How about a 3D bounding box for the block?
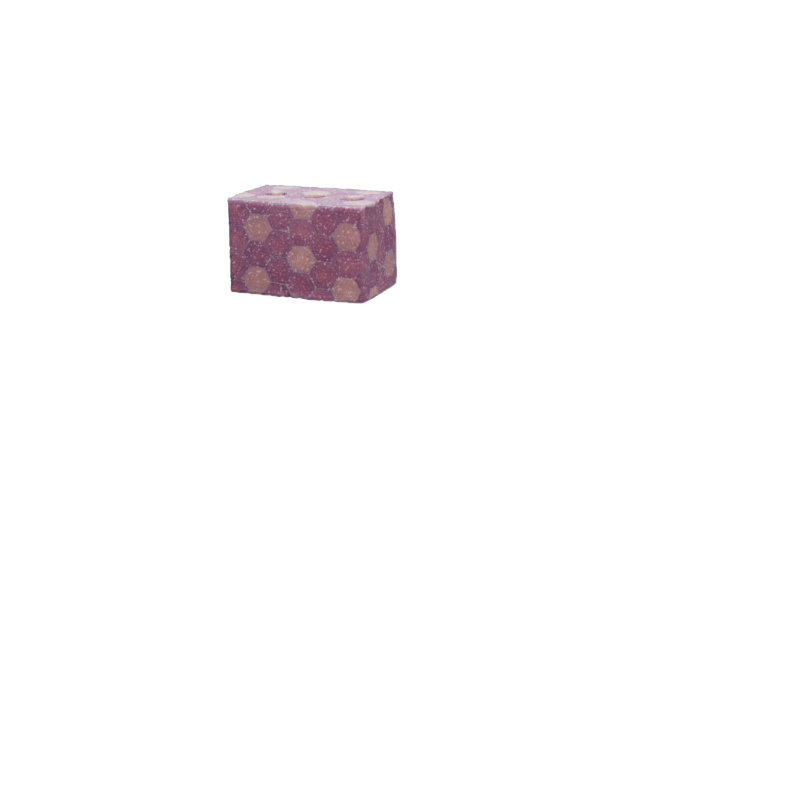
[{"bbox_3d":[-0.046,-0.084,0.588,0.080,0.050,0.053,6,16,19],"label":"block"}]
